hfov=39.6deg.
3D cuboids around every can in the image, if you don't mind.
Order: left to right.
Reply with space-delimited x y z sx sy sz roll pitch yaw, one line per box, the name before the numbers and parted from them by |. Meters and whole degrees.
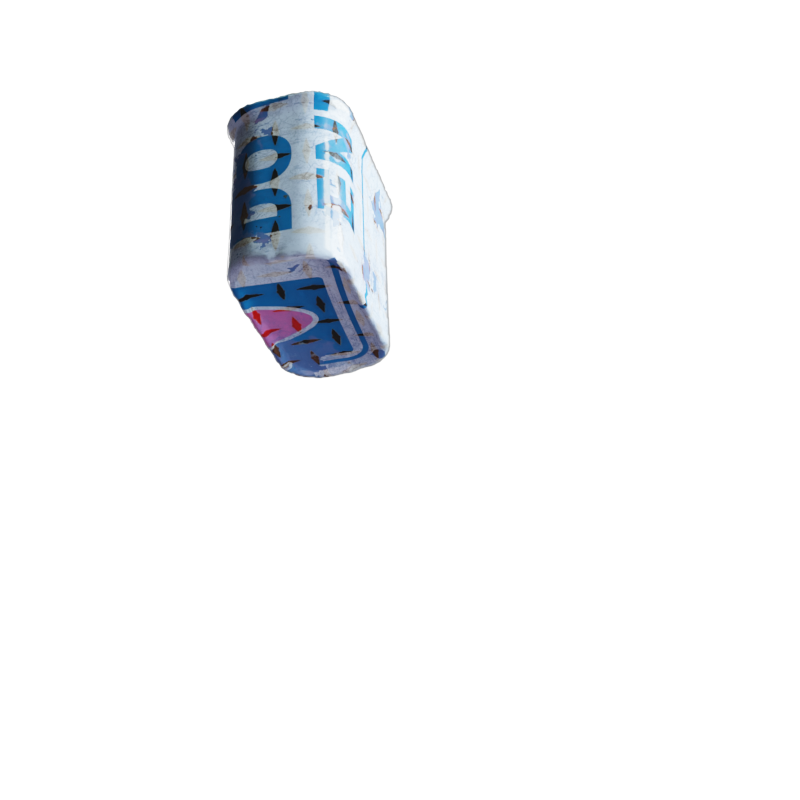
can | -0.038 -0.070 0.489 0.058 0.089 0.094 -10 -33 12
